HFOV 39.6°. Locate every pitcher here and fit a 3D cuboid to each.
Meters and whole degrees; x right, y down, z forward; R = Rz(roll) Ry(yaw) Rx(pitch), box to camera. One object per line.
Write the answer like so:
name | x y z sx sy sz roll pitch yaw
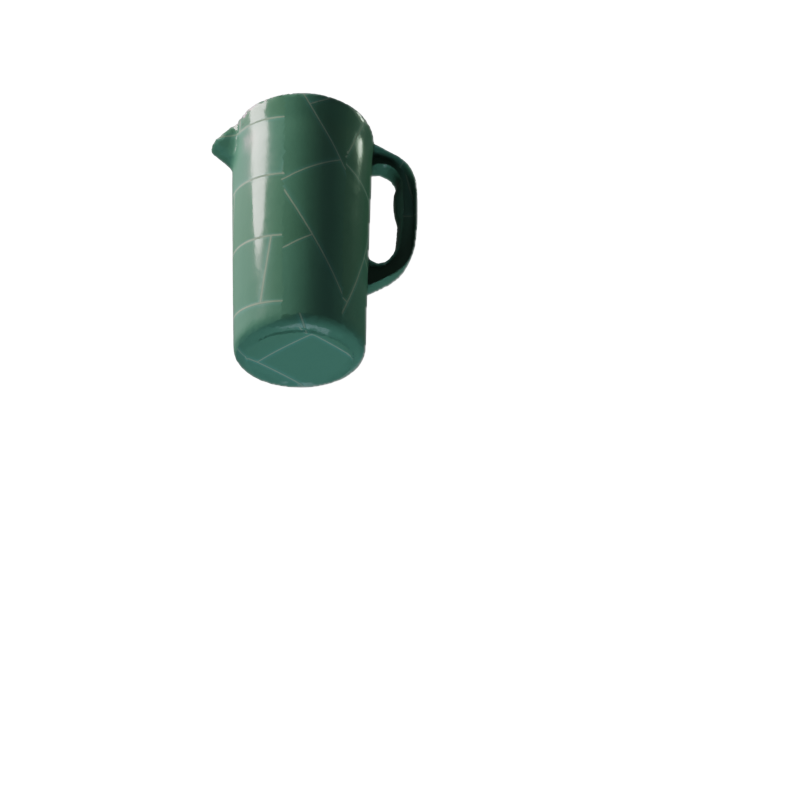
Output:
pitcher | -0.076 -0.138 0.967 0.150 0.260 0.134 -20 -37 25
